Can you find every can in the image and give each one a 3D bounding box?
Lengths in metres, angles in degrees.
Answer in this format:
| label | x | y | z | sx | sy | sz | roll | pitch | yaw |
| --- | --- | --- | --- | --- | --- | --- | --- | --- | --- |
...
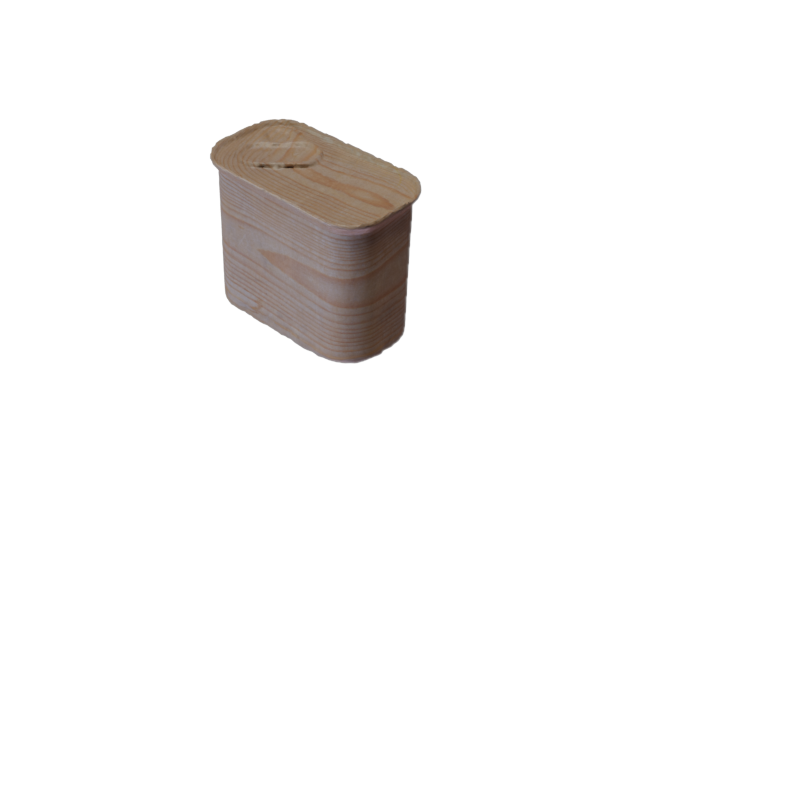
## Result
| label | x | y | z | sx | sy | sz | roll | pitch | yaw |
| --- | --- | --- | --- | --- | --- | --- | --- | --- | --- |
| can | -0.042 | -0.076 | 0.534 | 0.108 | 0.078 | 0.058 | 31 | 46 | 31 |
